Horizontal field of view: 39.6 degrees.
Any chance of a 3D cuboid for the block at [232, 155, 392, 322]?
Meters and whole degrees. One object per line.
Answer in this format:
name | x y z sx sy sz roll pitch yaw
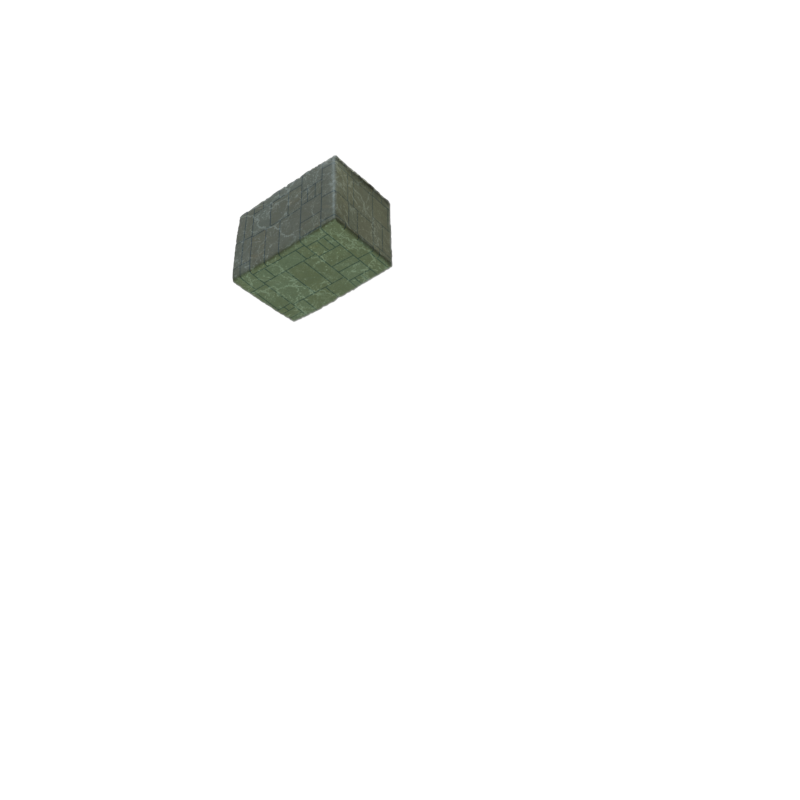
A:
block | -0.050 -0.091 0.636 0.078 0.055 0.049 -27 -46 29
